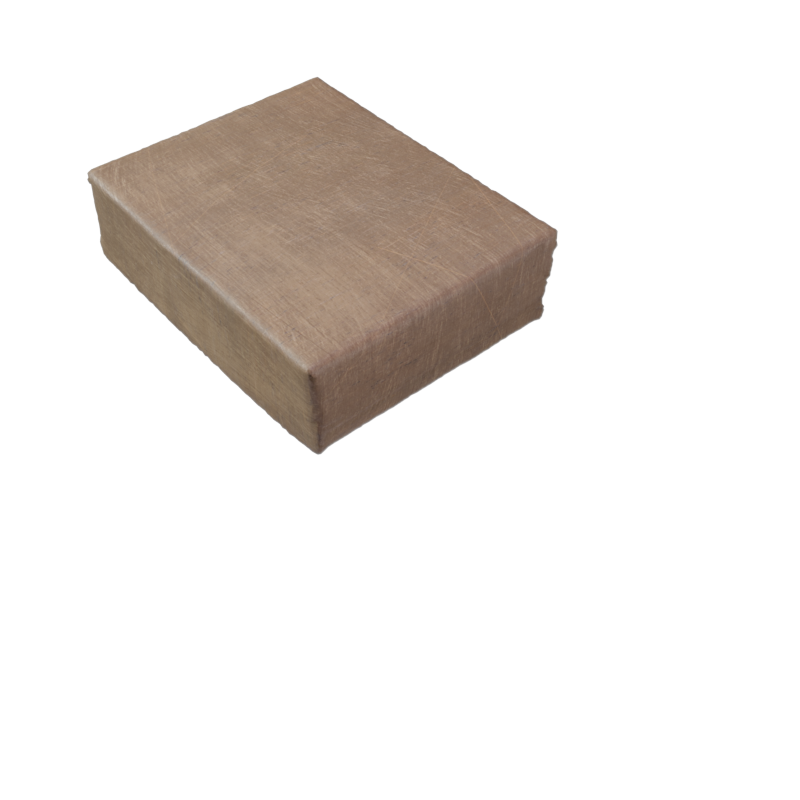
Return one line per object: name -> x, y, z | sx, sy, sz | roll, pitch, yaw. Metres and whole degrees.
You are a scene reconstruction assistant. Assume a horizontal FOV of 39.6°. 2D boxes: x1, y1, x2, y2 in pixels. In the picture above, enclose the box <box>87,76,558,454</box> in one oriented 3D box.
box -> -0.026, -0.047, 0.331 | 0.090, 0.036, 0.122 | -30, 53, -27
